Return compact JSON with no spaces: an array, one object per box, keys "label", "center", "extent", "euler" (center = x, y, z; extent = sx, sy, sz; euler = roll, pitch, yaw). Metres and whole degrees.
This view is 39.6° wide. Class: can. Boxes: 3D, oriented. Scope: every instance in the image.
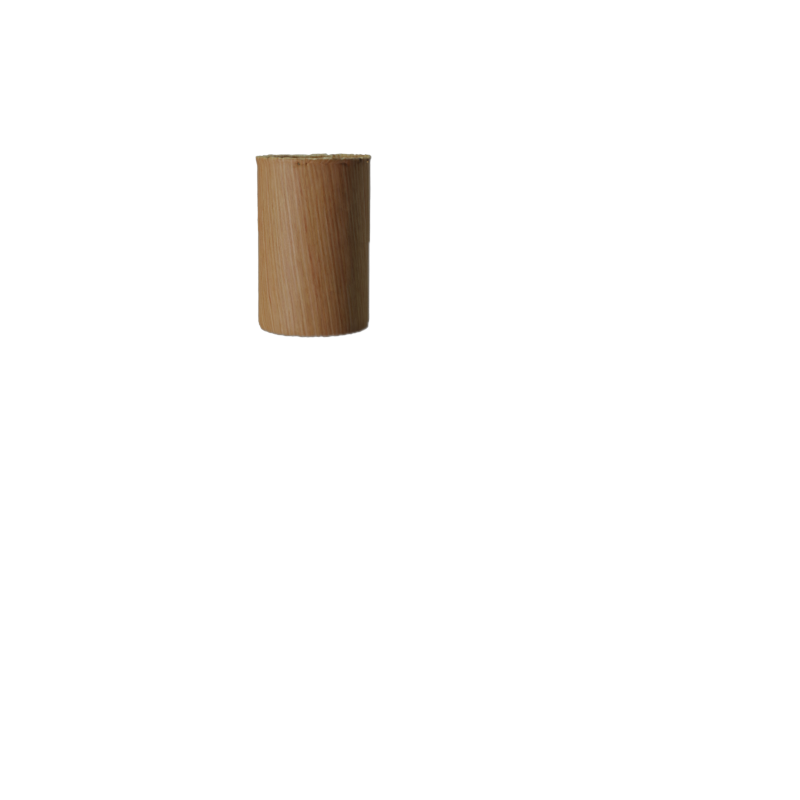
[{"label":"can","center":[-0.051,-0.093,0.653],"extent":[0.068,0.100,0.070],"euler":[0,9,-2]}]
